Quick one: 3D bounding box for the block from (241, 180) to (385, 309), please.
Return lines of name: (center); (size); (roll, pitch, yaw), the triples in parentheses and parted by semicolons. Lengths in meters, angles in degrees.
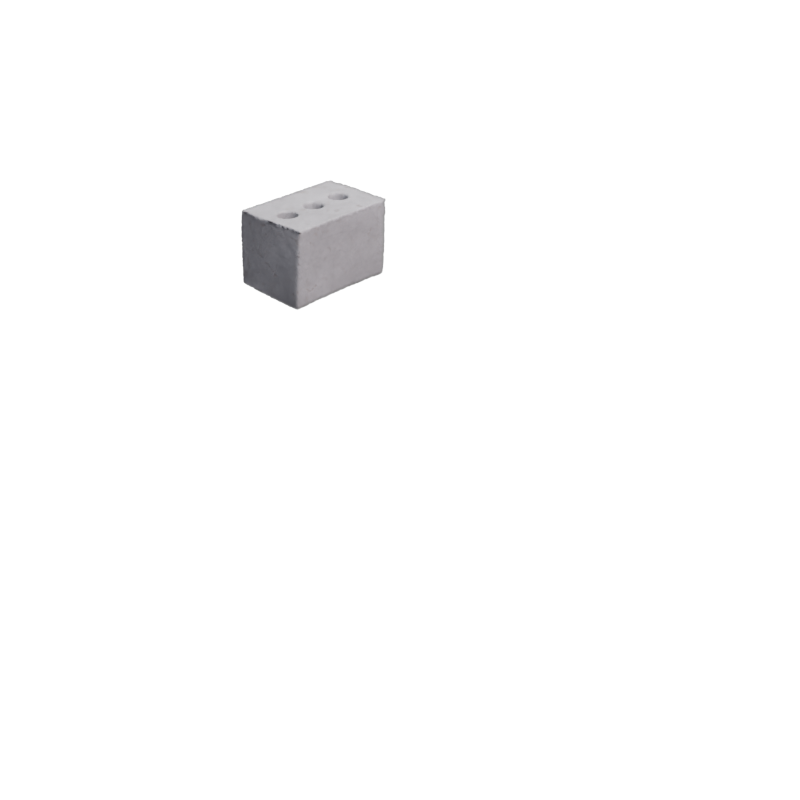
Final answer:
block: (-0.054, -0.099, 0.693); (0.056, 0.048, 0.077); (24, 36, 36)
